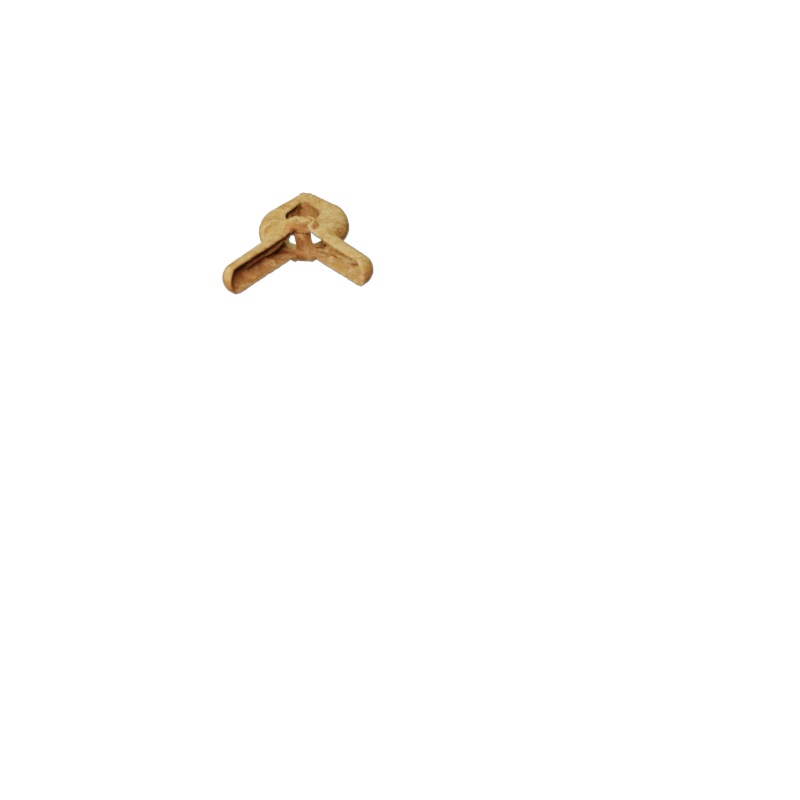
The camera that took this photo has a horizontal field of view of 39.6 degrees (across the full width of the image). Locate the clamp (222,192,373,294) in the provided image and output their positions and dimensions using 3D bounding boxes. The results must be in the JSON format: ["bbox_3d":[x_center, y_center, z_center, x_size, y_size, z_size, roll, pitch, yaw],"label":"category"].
[{"bbox_3d":[-0.074,-0.135,0.947,0.122,0.037,0.180,5,33,7],"label":"clamp"}]
